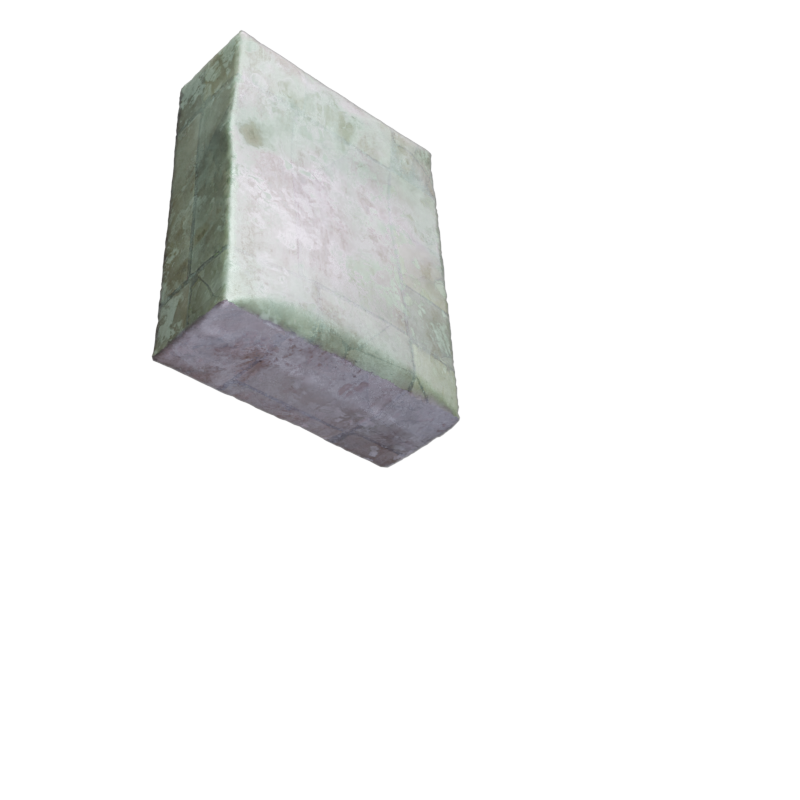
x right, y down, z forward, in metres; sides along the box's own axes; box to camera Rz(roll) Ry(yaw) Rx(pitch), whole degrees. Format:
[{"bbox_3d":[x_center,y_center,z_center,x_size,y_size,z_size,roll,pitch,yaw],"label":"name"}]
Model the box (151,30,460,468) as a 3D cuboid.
[{"bbox_3d":[-0.050,-0.091,0.639,0.155,0.229,0.071,27,-48,-32],"label":"box"}]
